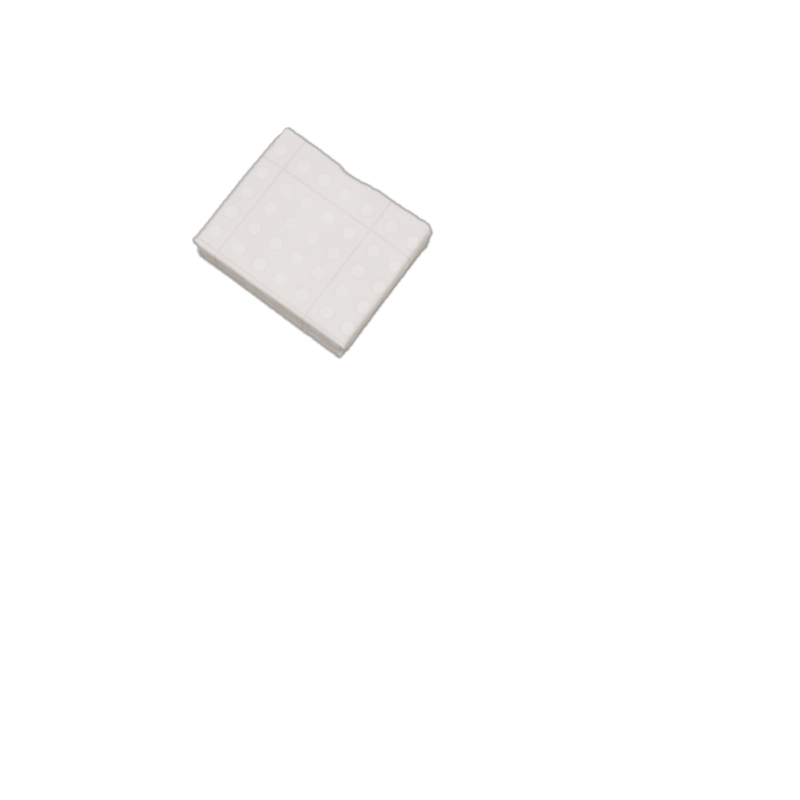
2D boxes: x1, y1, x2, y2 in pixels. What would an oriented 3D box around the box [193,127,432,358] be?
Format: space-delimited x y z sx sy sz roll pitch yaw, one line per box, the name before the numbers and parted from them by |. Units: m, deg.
box | -0.042 -0.076 0.532 0.091 0.074 0.029 36 -12 9
